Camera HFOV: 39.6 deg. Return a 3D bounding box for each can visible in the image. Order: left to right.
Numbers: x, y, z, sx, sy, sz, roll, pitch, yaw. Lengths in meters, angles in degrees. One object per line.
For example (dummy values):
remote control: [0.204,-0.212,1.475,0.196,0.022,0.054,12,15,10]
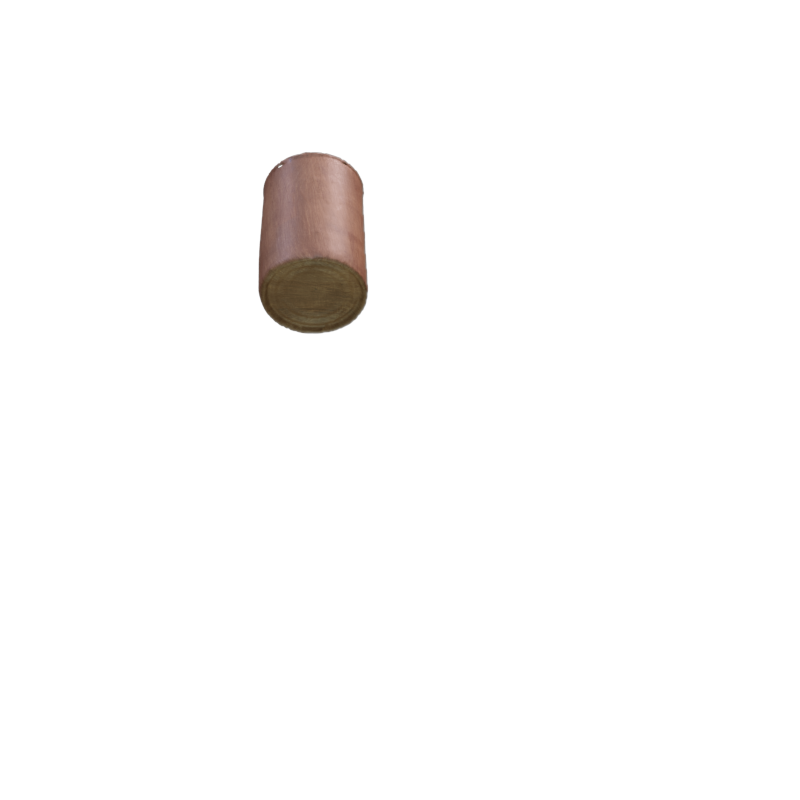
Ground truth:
can: [-0.056,-0.101,0.709,0.068,0.110,0.064,-1,-44,-3]
